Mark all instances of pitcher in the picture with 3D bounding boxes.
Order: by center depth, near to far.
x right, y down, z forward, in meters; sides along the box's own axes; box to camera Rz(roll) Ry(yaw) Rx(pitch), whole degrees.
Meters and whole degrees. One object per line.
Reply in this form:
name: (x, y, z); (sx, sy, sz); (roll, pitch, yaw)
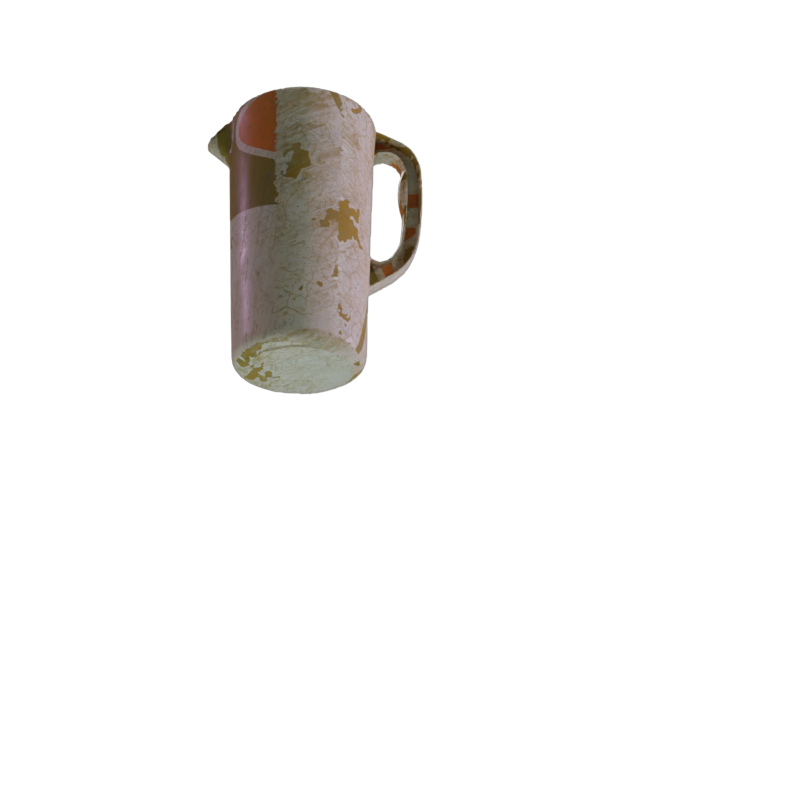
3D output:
pitcher: (-0.073, -0.134, 0.939); (0.150, 0.259, 0.135); (-21, -34, 31)
